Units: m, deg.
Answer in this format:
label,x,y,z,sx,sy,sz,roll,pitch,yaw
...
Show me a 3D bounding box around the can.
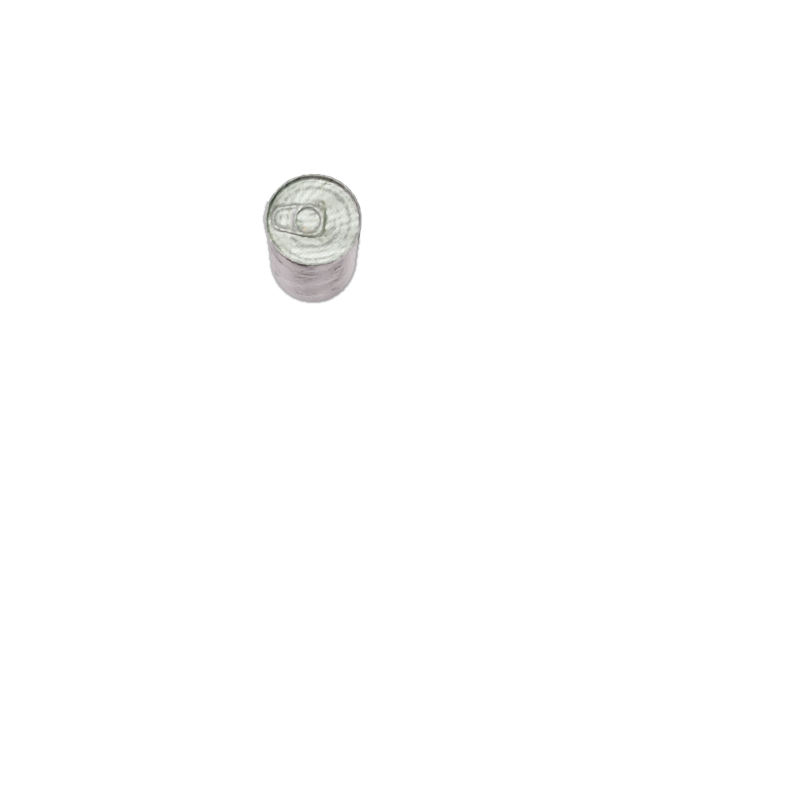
label,x,y,z,sx,sy,sz,roll,pitch,yaw
can,-0.064,-0.117,0.818,0.068,0.071,0.099,0,-13,-3
